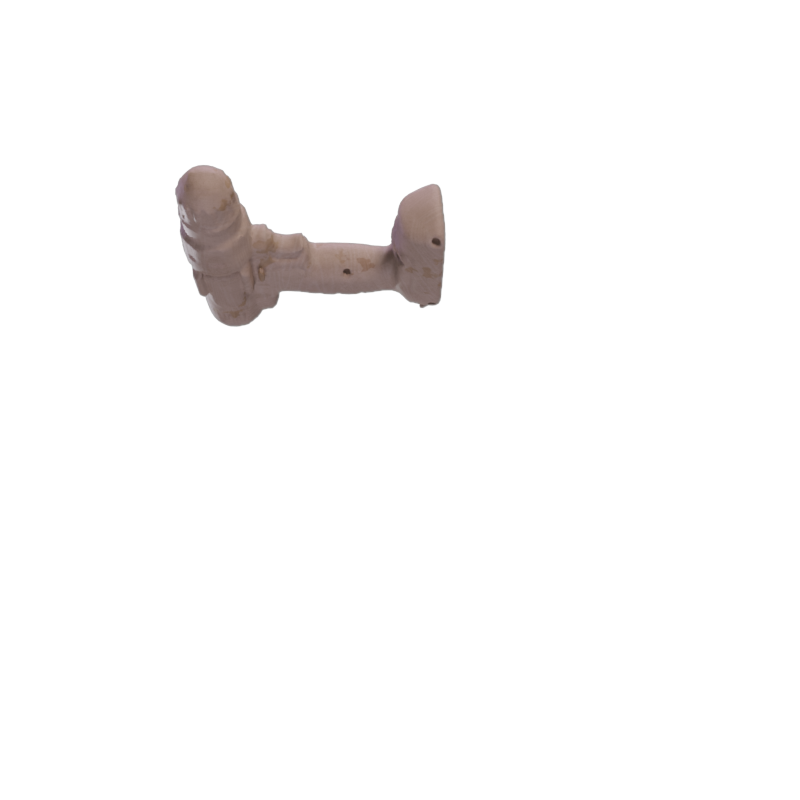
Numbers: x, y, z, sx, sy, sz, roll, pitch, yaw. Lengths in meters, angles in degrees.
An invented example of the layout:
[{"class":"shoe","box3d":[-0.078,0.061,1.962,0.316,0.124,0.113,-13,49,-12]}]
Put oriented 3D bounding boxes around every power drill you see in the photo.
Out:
[{"class":"power drill","box3d":[-0.063,-0.115,0.804,0.188,0.061,0.173,-1,-24,2]}]
